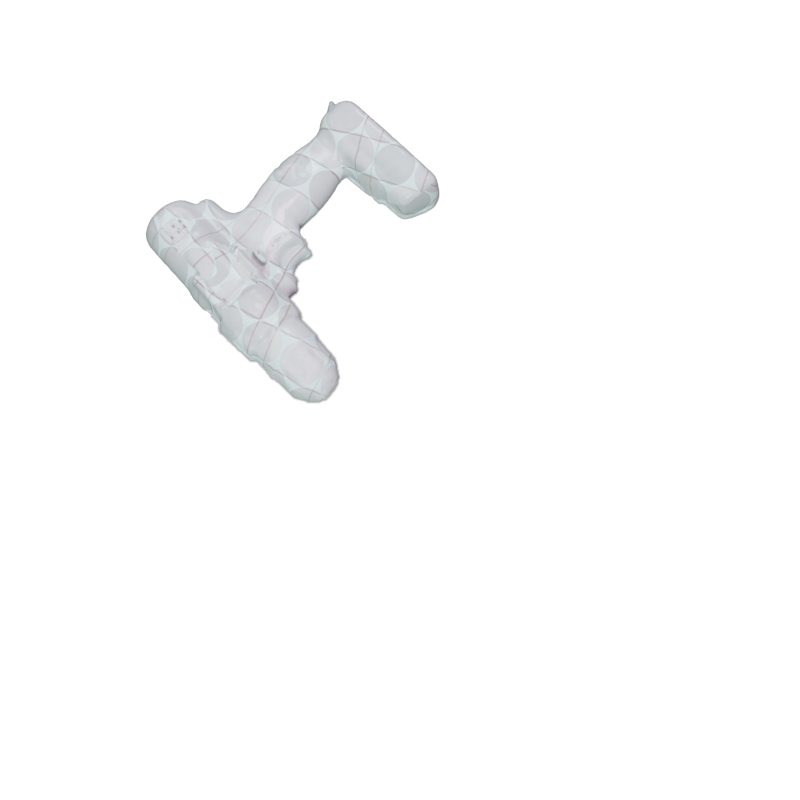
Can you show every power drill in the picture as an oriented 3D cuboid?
[{"bbox_3d":[-0.063,-0.114,0.800,0.189,0.192,0.055,-41,-16,-15],"label":"power drill"}]
